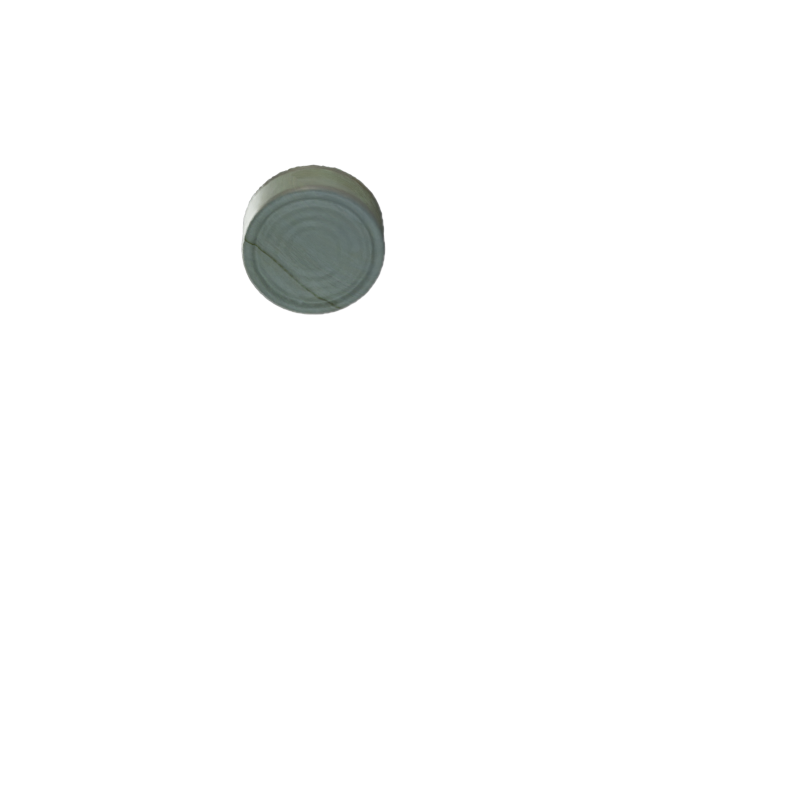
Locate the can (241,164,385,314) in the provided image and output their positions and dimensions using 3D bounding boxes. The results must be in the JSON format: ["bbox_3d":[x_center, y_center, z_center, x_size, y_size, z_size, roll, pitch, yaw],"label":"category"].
[{"bbox_3d":[-0.052,-0.094,0.659,0.086,0.081,0.036,1,29,-1],"label":"can"}]
